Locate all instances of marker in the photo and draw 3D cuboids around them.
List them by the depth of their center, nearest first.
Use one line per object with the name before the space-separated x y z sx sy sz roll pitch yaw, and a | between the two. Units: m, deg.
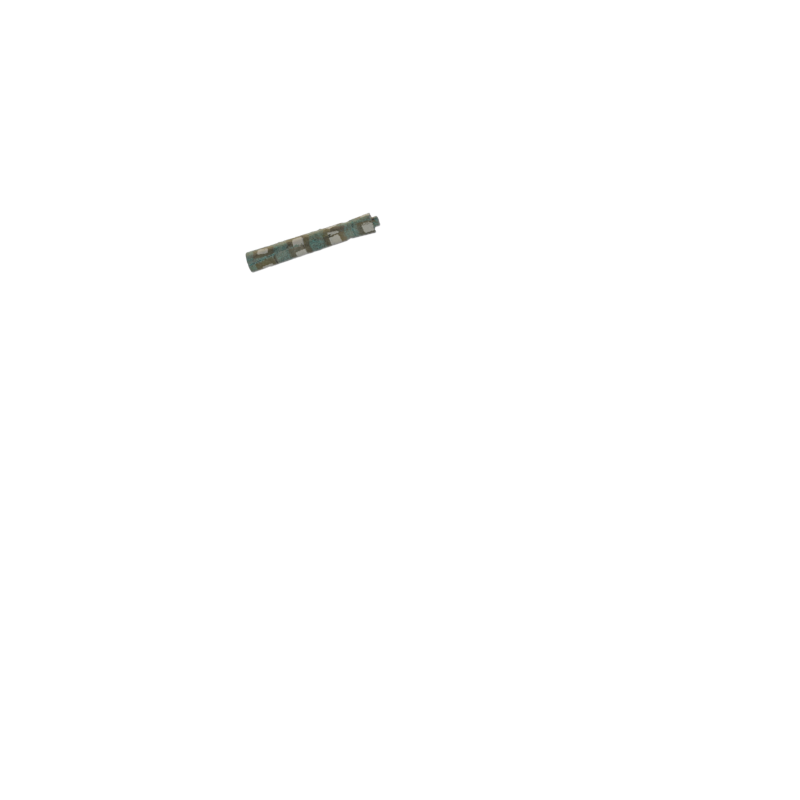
marker | -0.076 -0.139 0.974 0.121 0.020 0.020 -17 3 6
